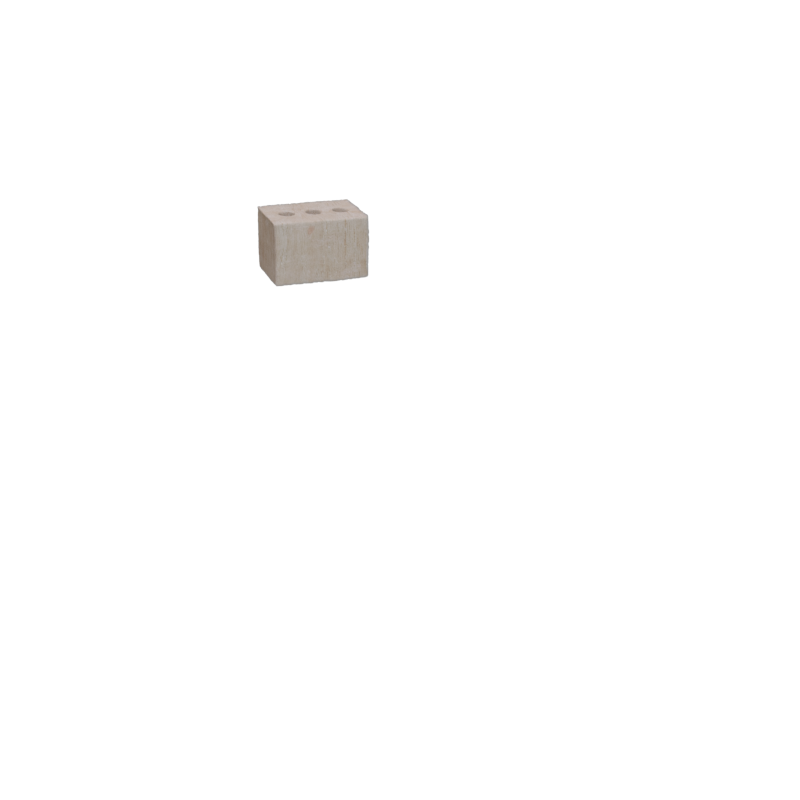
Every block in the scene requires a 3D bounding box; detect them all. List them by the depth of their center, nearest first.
[{"bbox_3d":[-0.068,-0.124,0.869,0.076,0.049,0.056,-7,23,-18],"label":"block"}]
